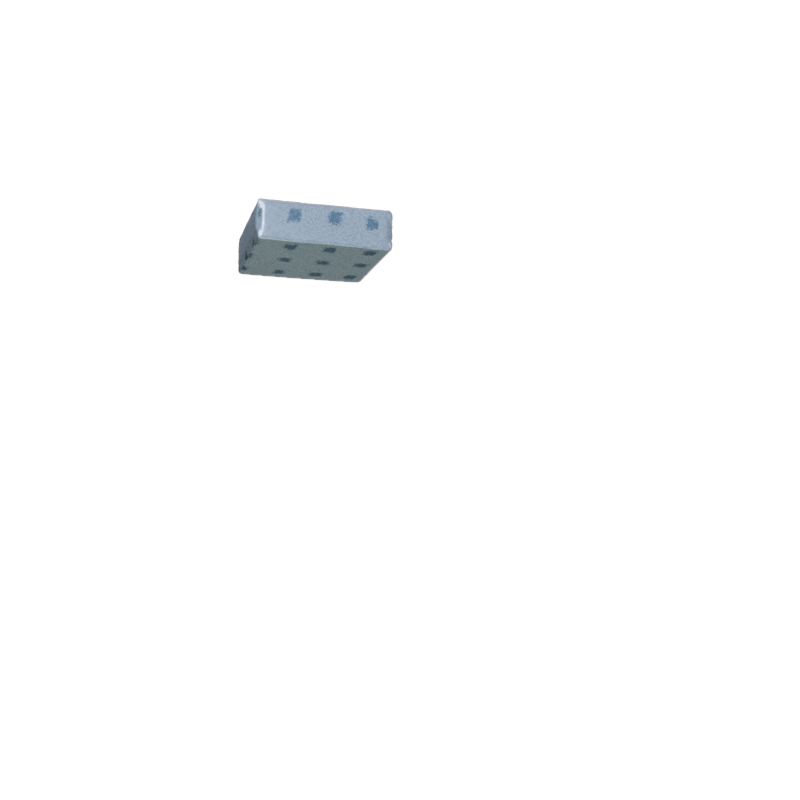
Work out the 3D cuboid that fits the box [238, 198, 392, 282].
[{"bbox_3d":[-0.057,-0.104,0.727,0.087,0.031,0.072,3,-14,-14],"label":"box"}]
